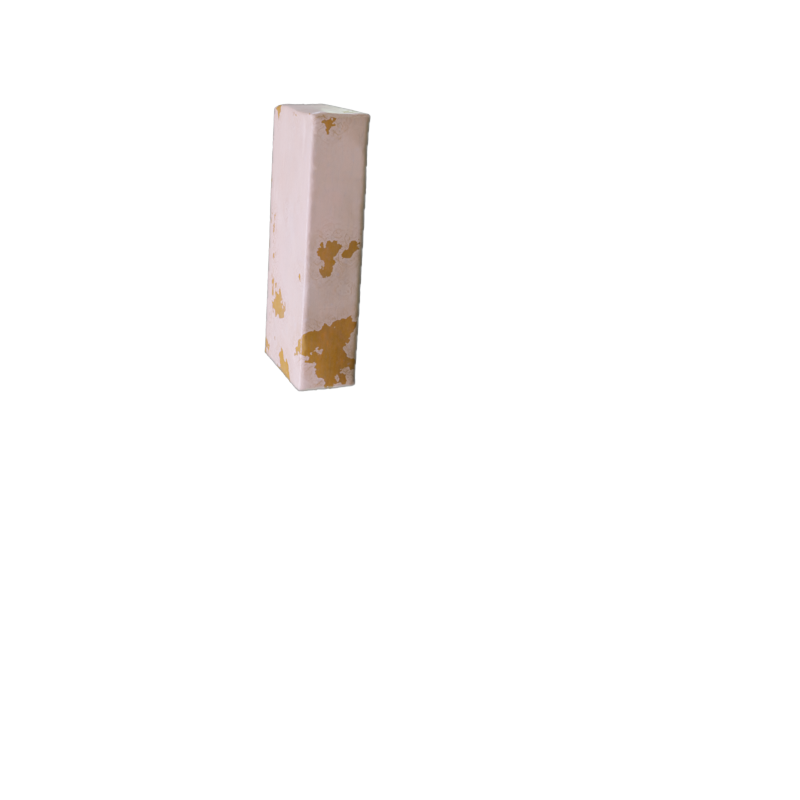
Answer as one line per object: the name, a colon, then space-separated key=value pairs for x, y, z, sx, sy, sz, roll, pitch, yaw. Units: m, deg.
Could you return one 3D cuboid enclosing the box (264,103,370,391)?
box: x=-0.057 y=-0.104 z=0.727 sx=0.047 sy=0.172 sz=0.098 roll=-3 pitch=13 yaw=-20
